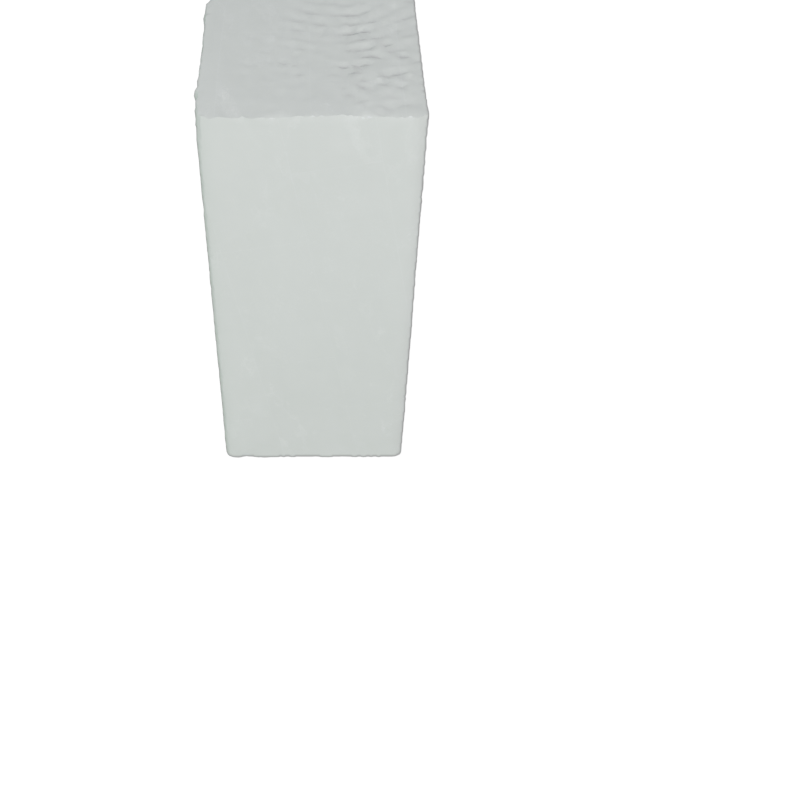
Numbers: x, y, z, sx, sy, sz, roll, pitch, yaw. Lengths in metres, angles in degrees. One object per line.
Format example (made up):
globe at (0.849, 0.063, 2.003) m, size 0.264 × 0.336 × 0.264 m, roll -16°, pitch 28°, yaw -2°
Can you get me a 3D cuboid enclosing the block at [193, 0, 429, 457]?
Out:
block at (-0.040, -0.073, 0.508) m, size 0.090 × 0.097 × 0.192 m, roll 0°, pitch -43°, yaw -4°
